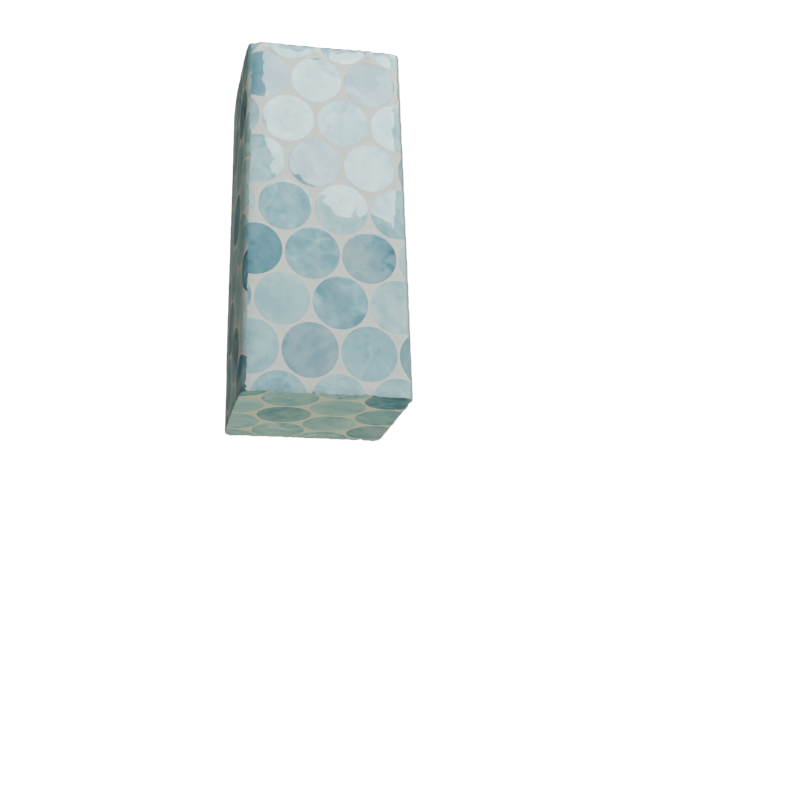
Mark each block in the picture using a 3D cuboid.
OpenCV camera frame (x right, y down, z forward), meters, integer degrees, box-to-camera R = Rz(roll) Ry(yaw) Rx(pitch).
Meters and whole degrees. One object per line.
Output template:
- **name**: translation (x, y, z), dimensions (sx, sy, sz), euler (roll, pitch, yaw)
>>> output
- **block**: translation (-0.050, -0.091, 0.633), dimensions (0.089, 0.217, 0.087), euler (3, -23, -11)
